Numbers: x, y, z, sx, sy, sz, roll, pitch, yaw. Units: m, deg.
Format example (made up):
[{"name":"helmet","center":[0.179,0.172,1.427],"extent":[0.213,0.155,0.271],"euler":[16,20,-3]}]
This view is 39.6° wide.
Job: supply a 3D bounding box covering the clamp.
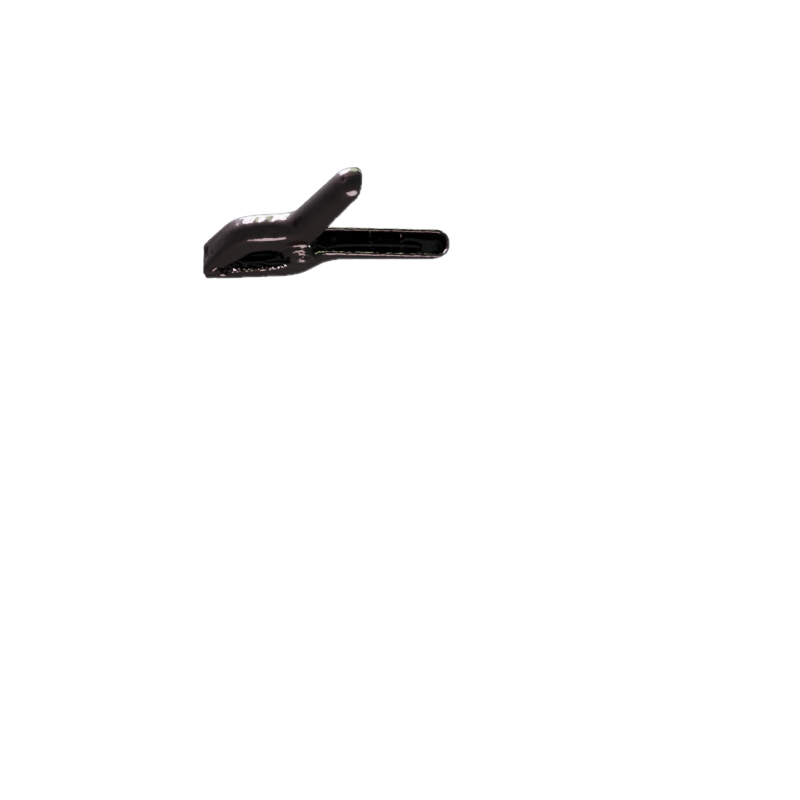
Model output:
[{"name":"clamp","center":[-0.073,-0.134,0.938],"extent":[0.214,0.038,0.154],"euler":[-12,-20,35]}]
